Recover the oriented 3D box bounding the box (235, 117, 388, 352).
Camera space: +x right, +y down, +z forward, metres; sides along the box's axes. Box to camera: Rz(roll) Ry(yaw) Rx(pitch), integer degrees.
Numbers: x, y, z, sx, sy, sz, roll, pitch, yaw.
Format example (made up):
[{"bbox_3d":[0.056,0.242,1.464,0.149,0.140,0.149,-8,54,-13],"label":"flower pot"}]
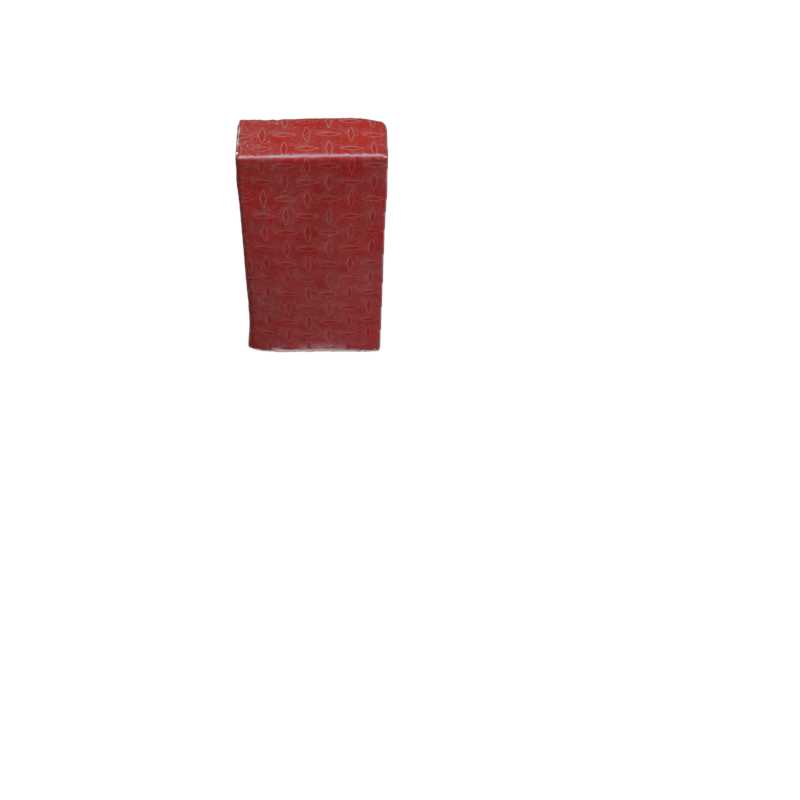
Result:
[{"bbox_3d":[-0.057,-0.104,0.725,0.093,0.052,0.164,1,-45,-2],"label":"box"}]
